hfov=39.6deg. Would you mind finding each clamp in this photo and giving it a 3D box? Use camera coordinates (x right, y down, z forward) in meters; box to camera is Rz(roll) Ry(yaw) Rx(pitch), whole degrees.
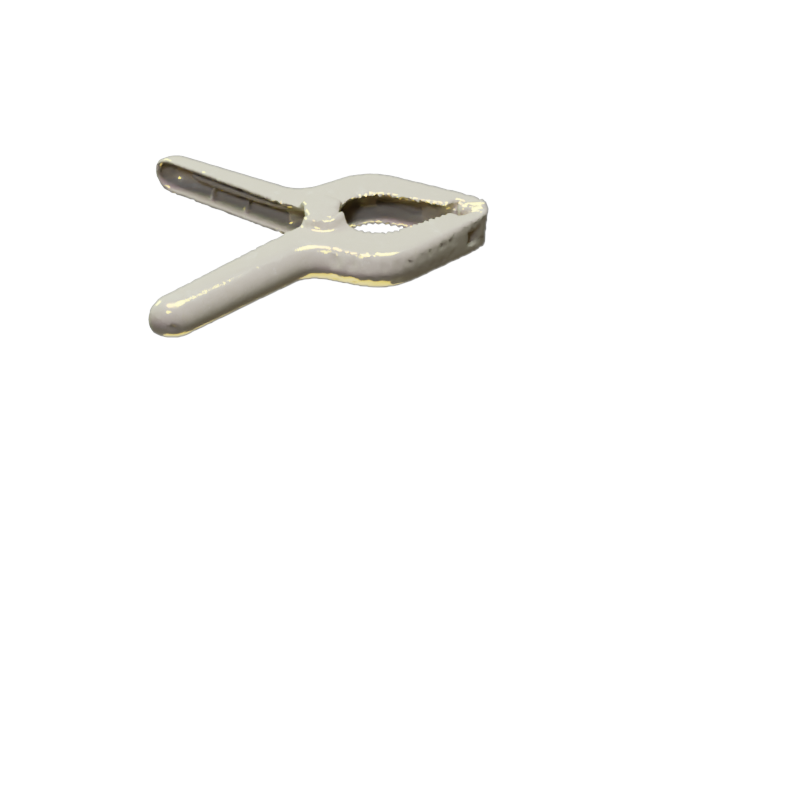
[{"bbox_3d":[-0.052,-0.094,0.662,0.210,0.034,0.176,0,42,0],"label":"clamp"}]
